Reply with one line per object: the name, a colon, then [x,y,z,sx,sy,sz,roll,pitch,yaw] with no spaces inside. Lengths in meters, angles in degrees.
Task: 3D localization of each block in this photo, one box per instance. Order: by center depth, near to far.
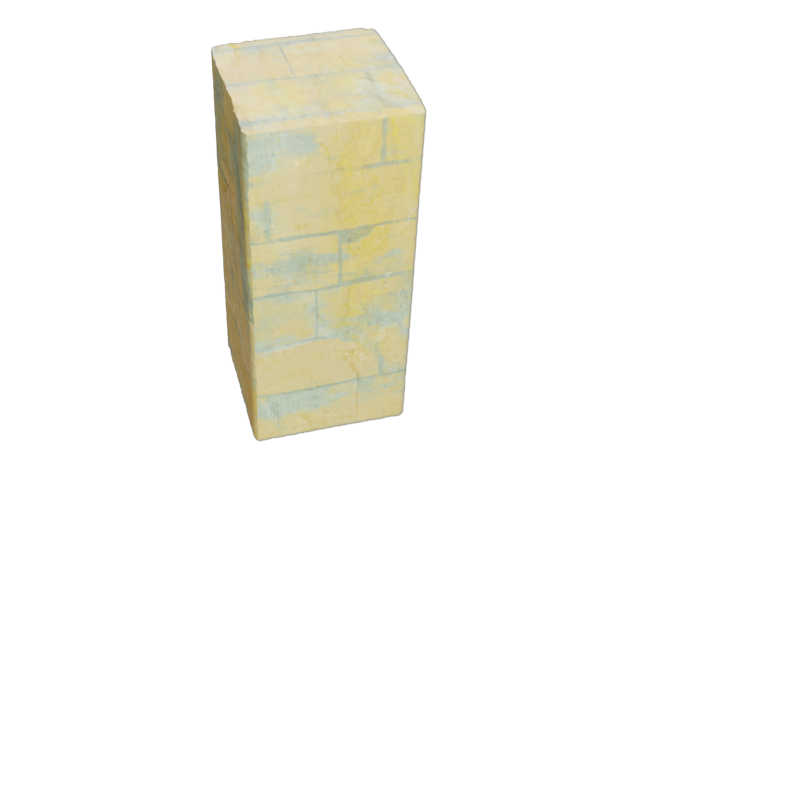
block: [-0.047,-0.087,0.605,0.090,0.192,0.098,-9,44,-14]
